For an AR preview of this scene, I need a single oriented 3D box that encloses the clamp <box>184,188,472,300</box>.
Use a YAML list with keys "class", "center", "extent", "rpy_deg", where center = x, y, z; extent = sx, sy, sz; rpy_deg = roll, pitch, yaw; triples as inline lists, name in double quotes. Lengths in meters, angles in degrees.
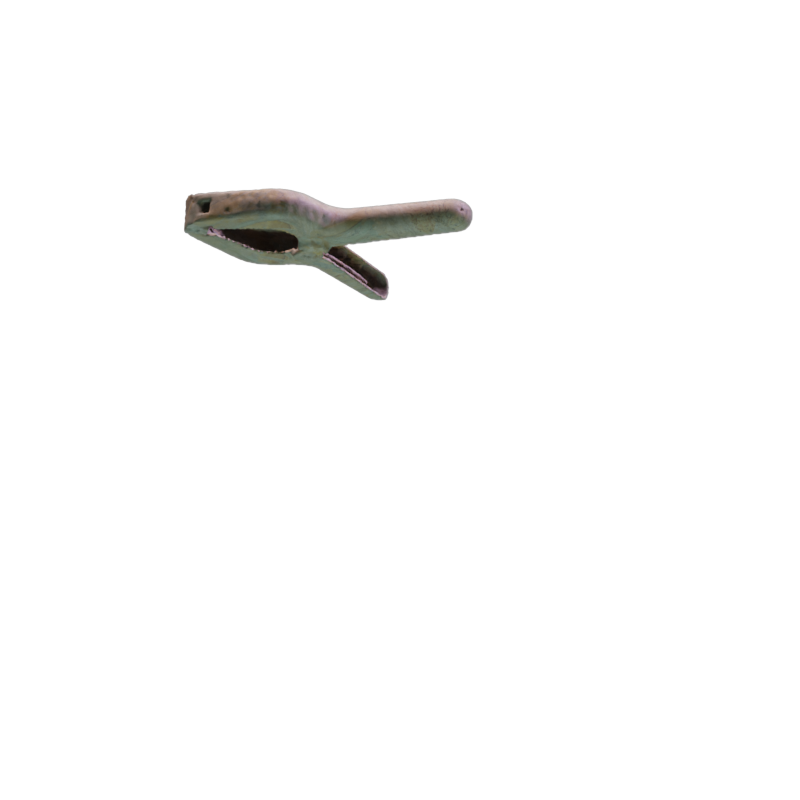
- class: "clamp"
  center: [-0.069, -0.125, 0.877]
  extent: [0.206, 0.038, 0.160]
  rpy_deg: [5, -21, -15]
